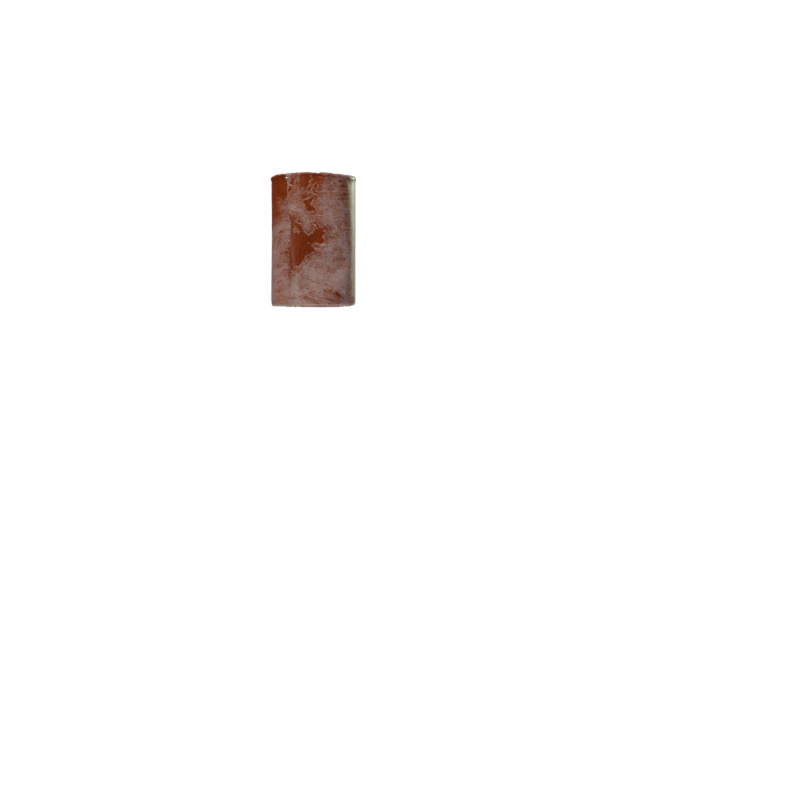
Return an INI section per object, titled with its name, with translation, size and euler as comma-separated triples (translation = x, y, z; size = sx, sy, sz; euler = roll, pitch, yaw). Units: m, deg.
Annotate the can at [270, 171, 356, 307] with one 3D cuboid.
[can]
translation = -0.068, -0.125, 0.875
size = 0.068, 0.103, 0.068
euler = 0, -2, -2
